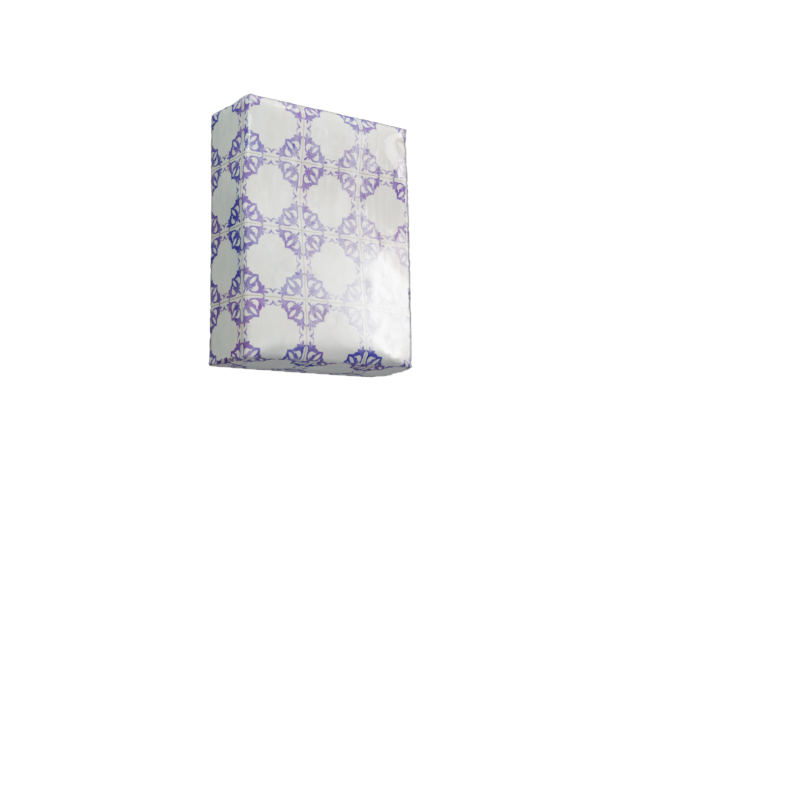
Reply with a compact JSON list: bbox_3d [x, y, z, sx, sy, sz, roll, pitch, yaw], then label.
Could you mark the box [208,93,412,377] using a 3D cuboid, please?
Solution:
[{"bbox_3d":[-0.072,-0.131,0.918,0.157,0.220,0.073,6,-14,-34],"label":"box"}]
